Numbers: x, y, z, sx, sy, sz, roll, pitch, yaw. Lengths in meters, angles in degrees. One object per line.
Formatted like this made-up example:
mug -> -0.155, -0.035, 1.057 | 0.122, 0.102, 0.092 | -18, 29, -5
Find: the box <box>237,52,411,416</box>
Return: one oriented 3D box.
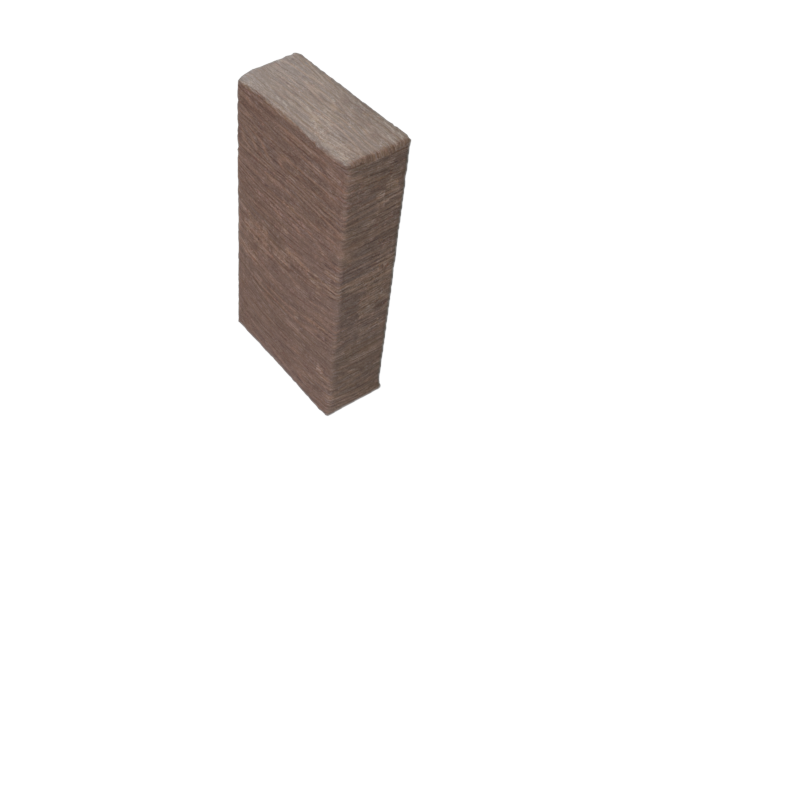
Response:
box -> -0.046, -0.084, 0.585 | 0.048, 0.164, 0.100 | -28, 54, -27
